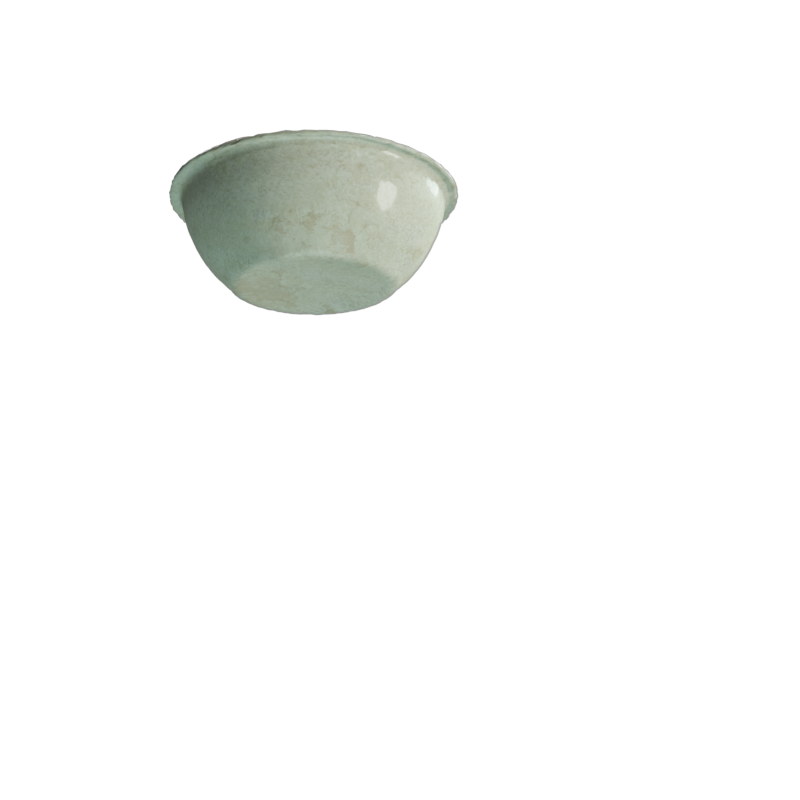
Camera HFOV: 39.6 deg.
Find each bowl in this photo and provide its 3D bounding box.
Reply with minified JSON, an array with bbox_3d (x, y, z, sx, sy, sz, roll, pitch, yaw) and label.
[{"bbox_3d":[-0.048,-0.087,0.613,0.162,0.058,0.155,0,-17,-2],"label":"bowl"}]
